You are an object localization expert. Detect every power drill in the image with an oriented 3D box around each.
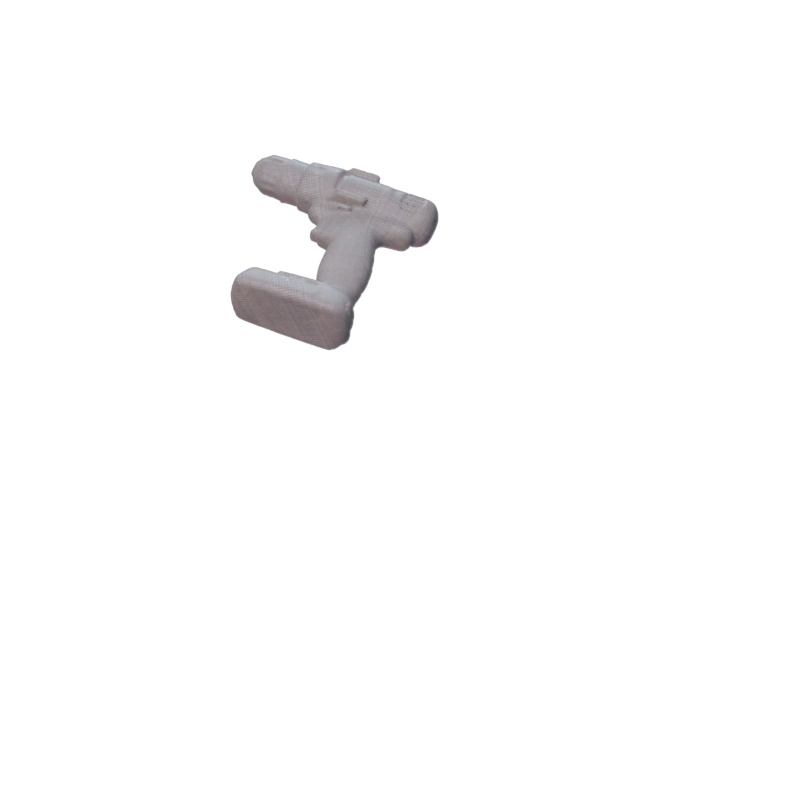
[{"bbox_3d":[-0.078,-0.142,0.992,0.190,0.195,0.053,17,-40,15],"label":"power drill"}]
